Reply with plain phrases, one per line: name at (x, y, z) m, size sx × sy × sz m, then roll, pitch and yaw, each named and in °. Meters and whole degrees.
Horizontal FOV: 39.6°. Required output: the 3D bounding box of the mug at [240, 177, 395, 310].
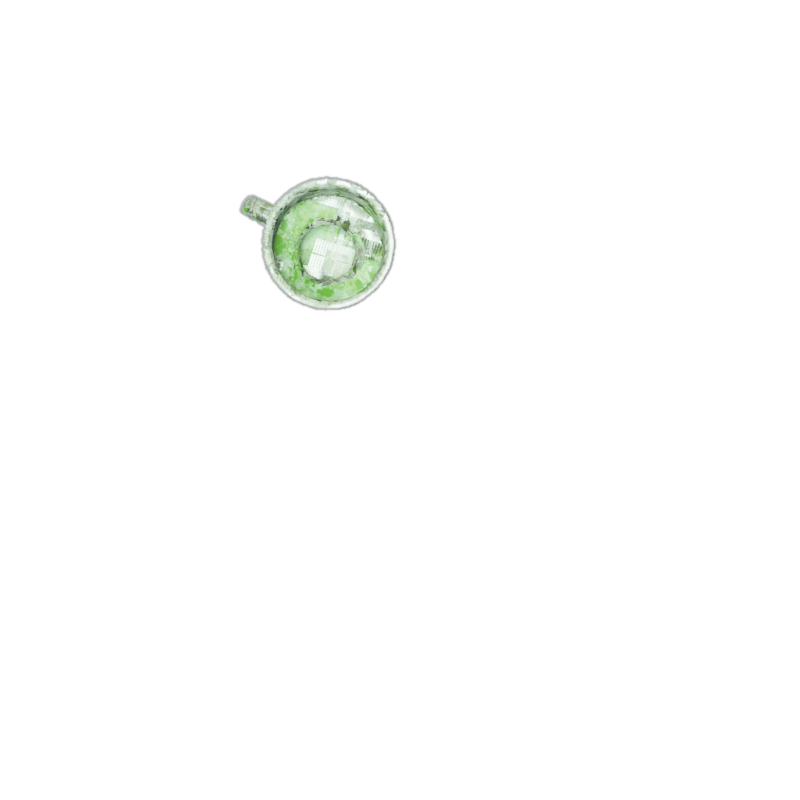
mug at (-0.064, -0.116, 0.814) m, size 0.117 × 0.094 × 0.081 m, roll 25°, pitch -3°, yaw 0°
